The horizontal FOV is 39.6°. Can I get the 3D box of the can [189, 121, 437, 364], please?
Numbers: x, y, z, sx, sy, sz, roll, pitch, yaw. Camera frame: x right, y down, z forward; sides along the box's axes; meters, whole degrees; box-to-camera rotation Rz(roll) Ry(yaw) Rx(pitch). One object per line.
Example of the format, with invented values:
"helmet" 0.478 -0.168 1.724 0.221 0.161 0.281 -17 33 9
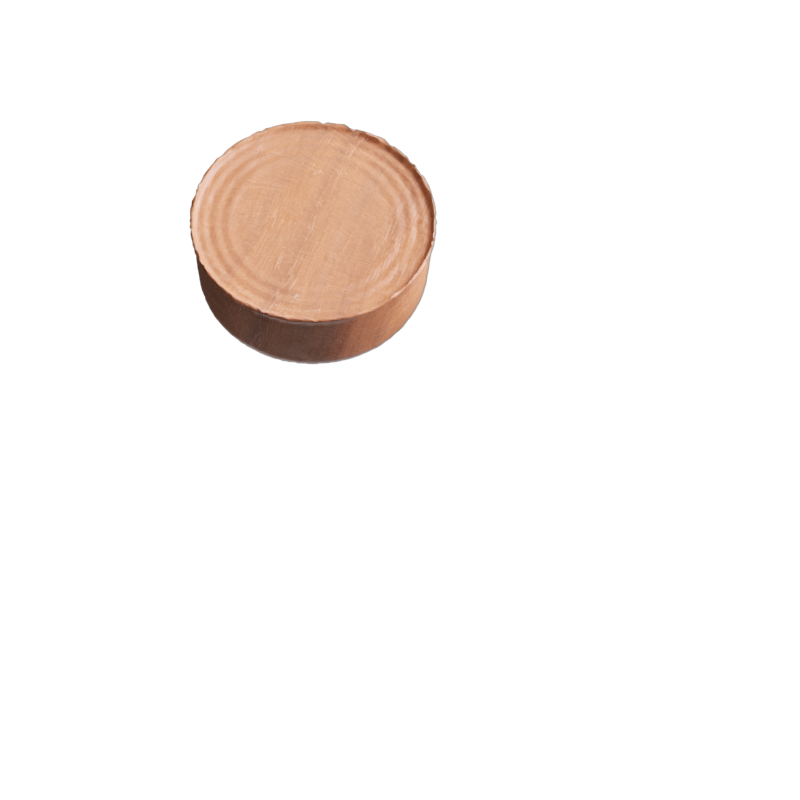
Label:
"can" -0.031 -0.057 0.397 0.086 0.092 0.031 -1 -32 -1
